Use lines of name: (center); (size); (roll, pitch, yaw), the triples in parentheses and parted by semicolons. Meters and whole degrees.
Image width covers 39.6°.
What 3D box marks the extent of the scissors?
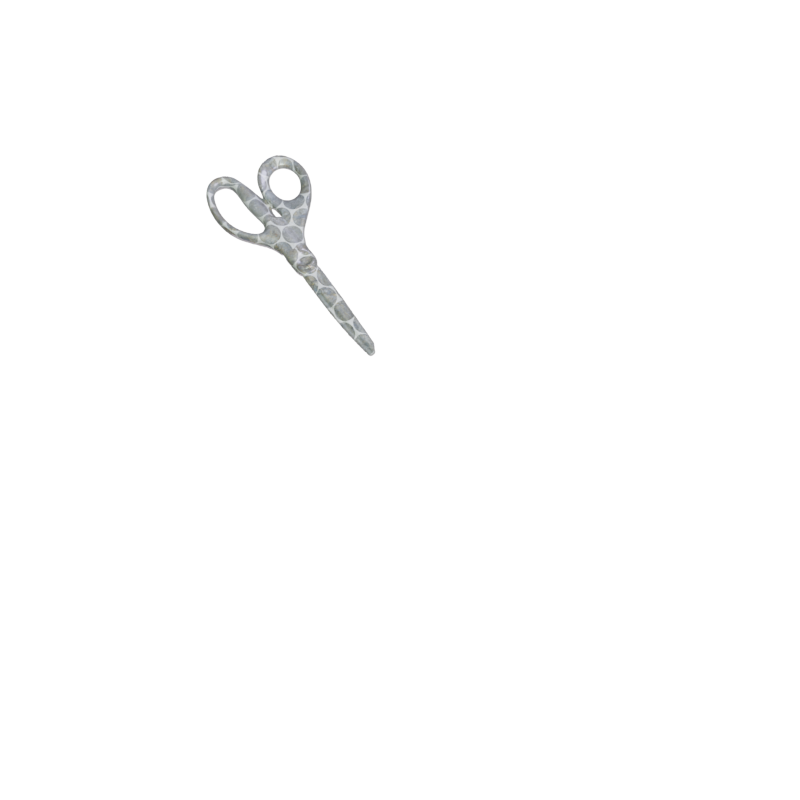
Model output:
scissors: (-0.071, -0.130, 0.913); (0.210, 0.098, 0.015); (38, -21, 17)
